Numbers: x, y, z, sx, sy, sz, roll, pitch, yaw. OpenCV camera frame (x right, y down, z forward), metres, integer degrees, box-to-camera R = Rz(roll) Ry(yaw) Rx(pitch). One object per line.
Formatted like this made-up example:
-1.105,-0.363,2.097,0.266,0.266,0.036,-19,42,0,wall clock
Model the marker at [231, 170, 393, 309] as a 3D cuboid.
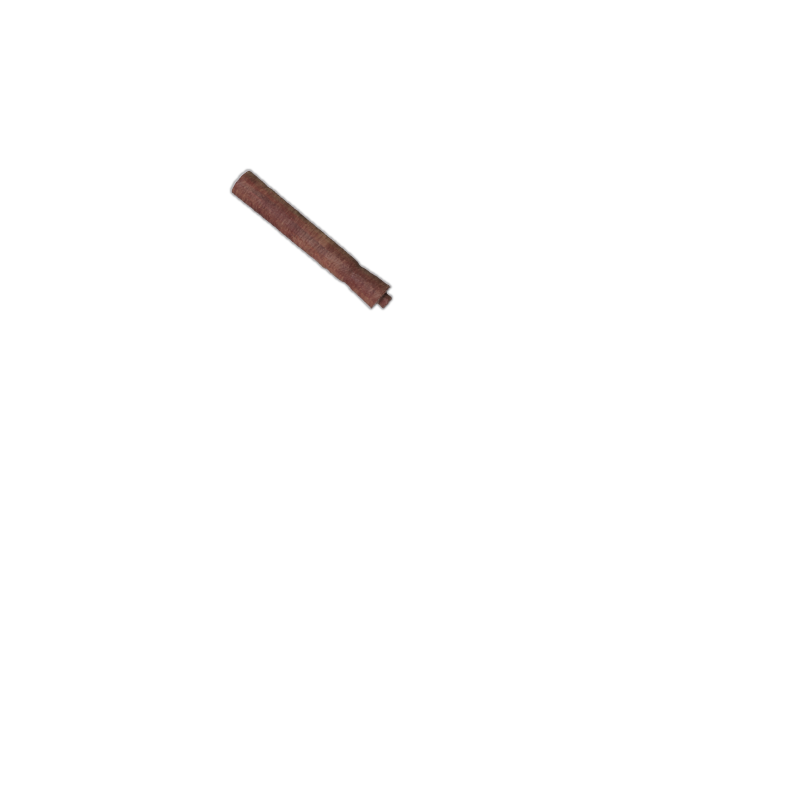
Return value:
-0.054,-0.098,0.688,0.123,0.020,0.019,40,8,8,marker
